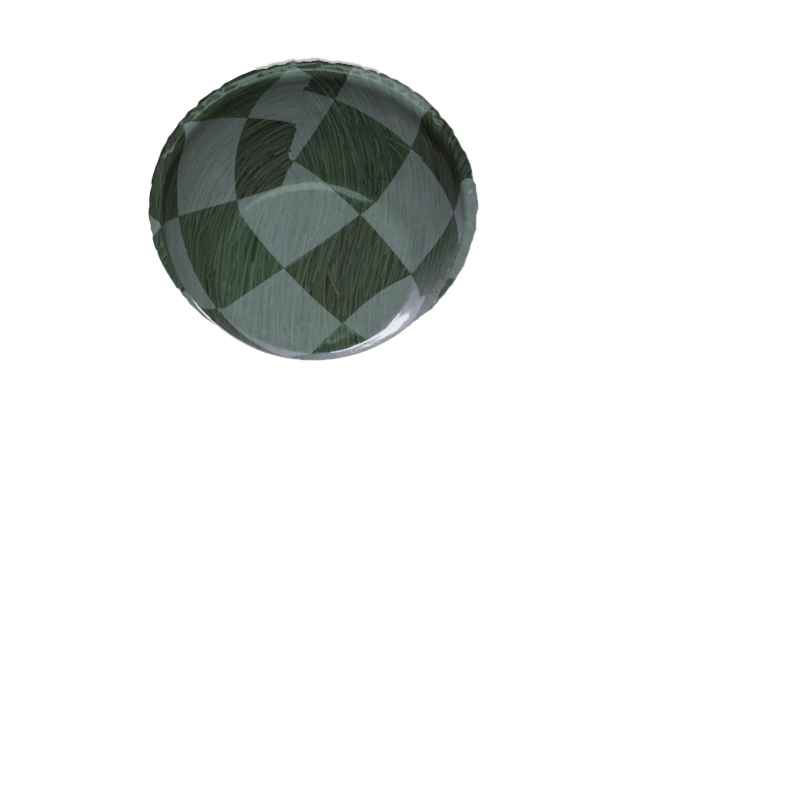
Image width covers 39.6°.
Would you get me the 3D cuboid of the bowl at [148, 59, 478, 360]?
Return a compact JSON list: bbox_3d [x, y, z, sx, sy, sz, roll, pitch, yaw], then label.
[{"bbox_3d":[-0.041,-0.075,0.523,0.162,0.152,0.059,1,32,-1],"label":"bowl"}]
